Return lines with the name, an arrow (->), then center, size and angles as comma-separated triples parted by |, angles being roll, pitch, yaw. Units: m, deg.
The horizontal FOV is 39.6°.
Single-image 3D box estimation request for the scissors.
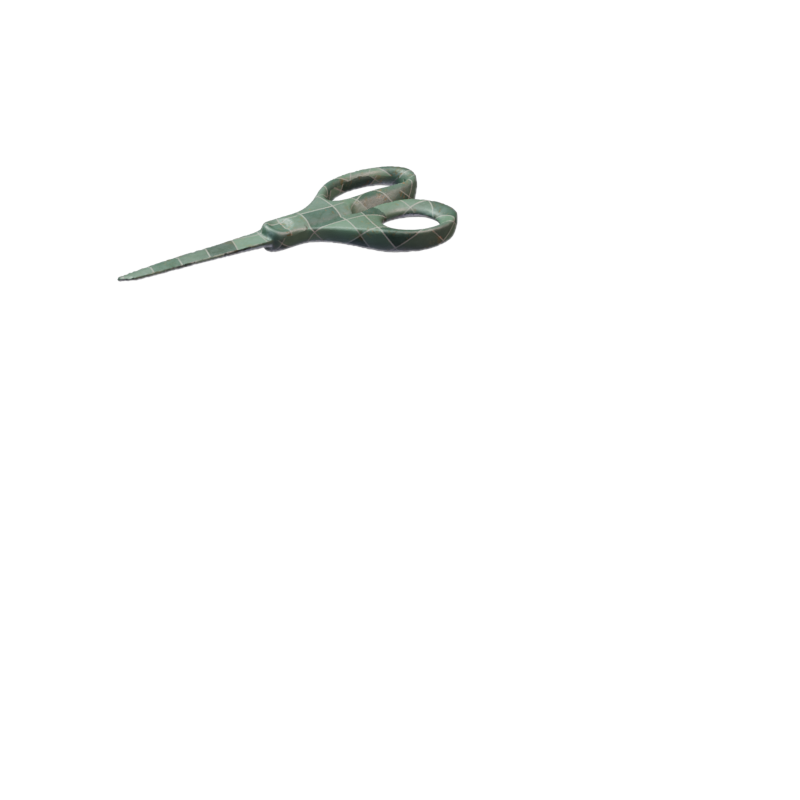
scissors -> -0.048, -0.088, 0.617 | 0.102, 0.015, 0.202 | 26, 42, 32
